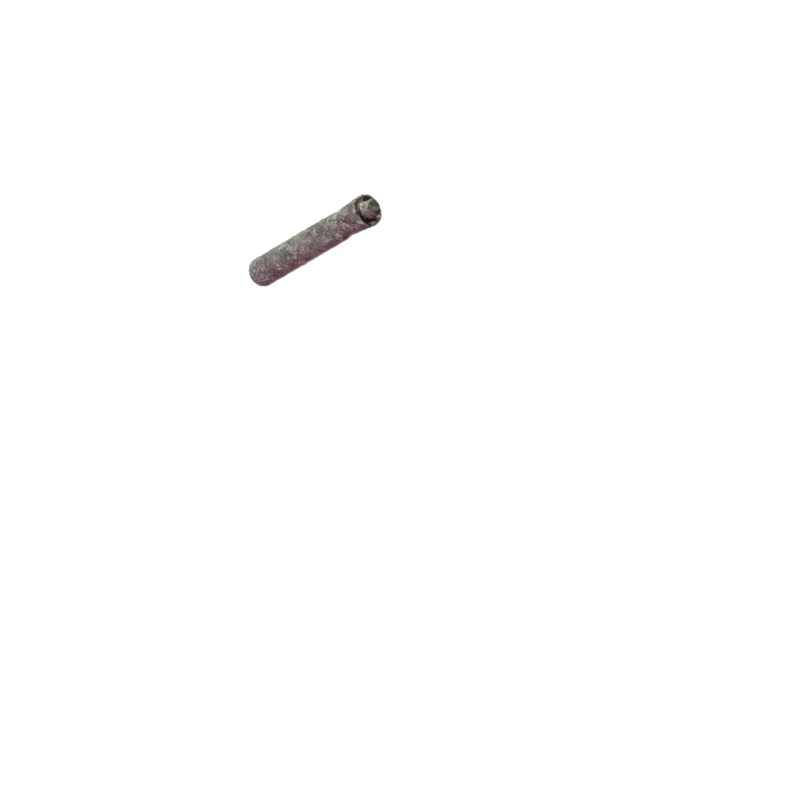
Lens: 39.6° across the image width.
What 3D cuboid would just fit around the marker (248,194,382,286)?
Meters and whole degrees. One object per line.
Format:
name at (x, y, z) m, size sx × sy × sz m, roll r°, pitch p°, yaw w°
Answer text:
marker at (-0.051, -0.092, 0.646) m, size 0.019 × 0.020 × 0.121 m, roll -3°, pitch -11°, yaw -38°
